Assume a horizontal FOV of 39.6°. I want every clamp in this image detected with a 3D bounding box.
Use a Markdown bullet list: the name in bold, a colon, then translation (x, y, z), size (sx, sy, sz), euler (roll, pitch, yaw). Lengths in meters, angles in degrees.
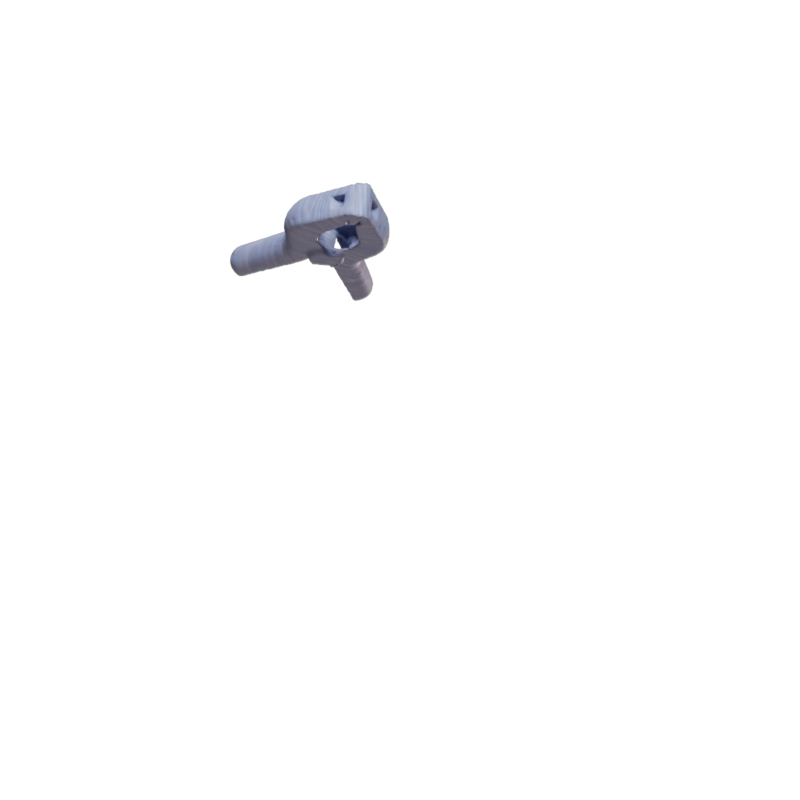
- **clamp**: translation (-0.067, -0.122, 0.855), size (0.118, 0.041, 0.165), euler (4, -20, -11)
